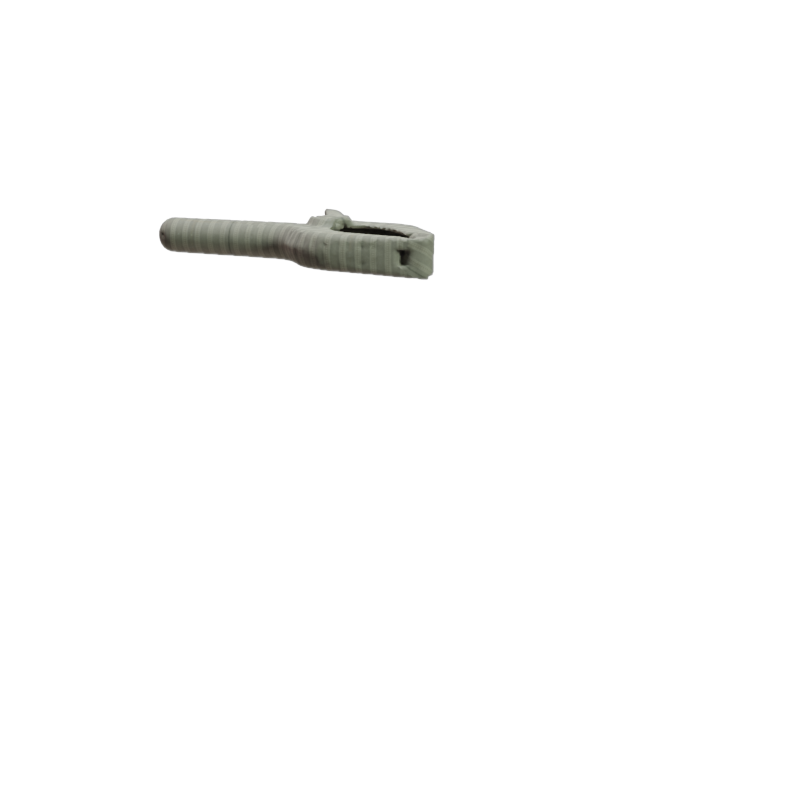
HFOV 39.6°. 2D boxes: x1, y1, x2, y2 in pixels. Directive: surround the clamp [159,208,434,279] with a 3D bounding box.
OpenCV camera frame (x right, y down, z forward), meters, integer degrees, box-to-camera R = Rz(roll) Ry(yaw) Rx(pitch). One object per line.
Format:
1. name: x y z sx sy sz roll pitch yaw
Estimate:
1. clamp: -0.061 -0.110 0.773 0.160 0.035 0.221 -9 18 -32
